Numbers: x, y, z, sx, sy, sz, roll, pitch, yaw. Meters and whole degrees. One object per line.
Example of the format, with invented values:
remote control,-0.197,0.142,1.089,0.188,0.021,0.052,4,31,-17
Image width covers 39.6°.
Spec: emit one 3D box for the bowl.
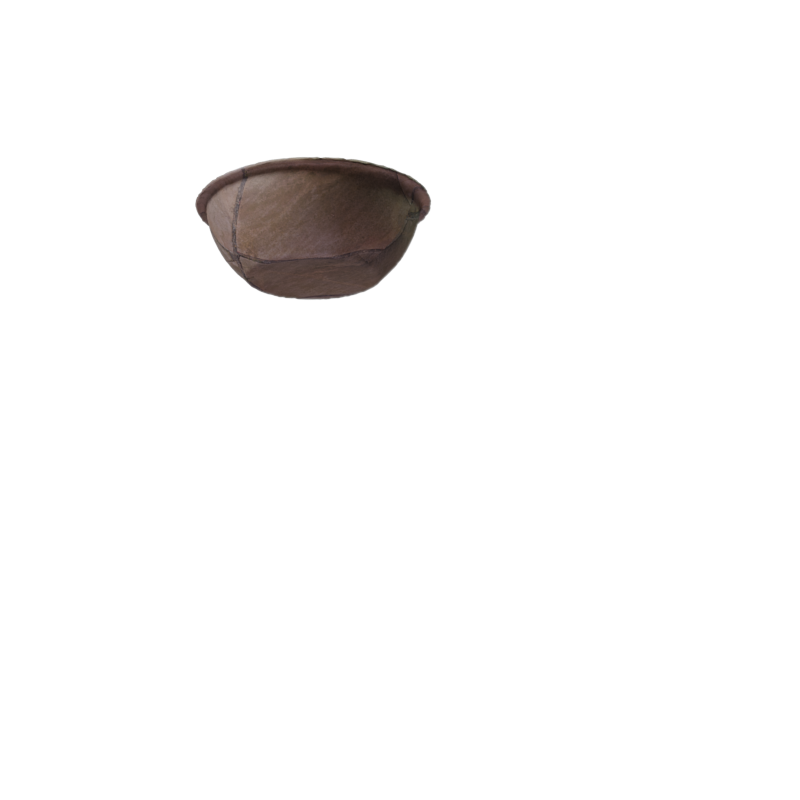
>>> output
bowl,-0.059,-0.108,0.755,0.162,0.057,0.156,0,-14,-2
